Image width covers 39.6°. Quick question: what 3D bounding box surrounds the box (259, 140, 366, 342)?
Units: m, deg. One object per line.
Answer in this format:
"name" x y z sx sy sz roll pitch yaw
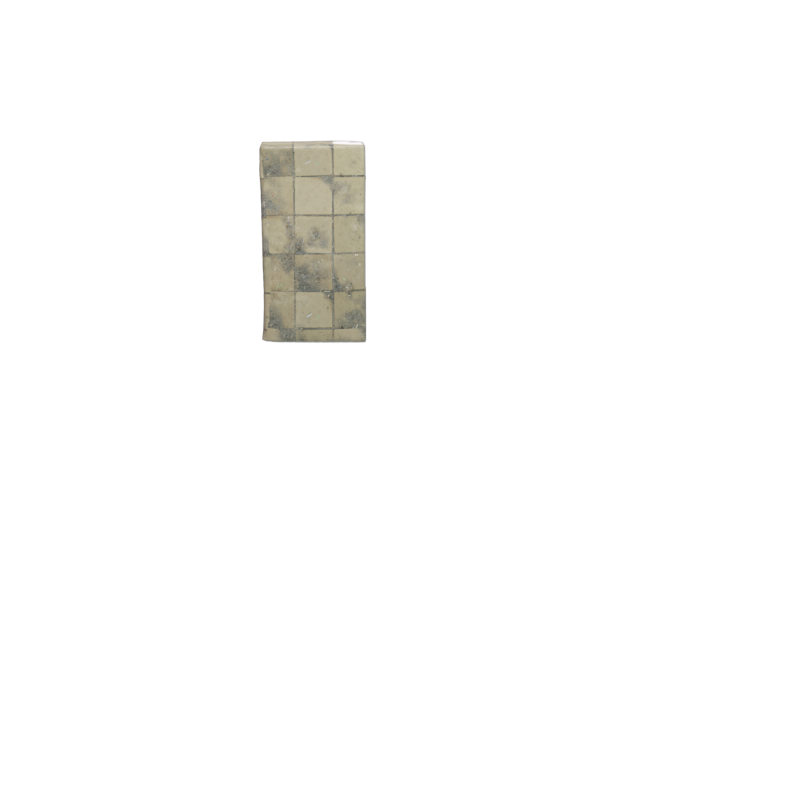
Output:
"box" -0.076 -0.140 0.978 0.093 0.172 0.049 0 10 -1
